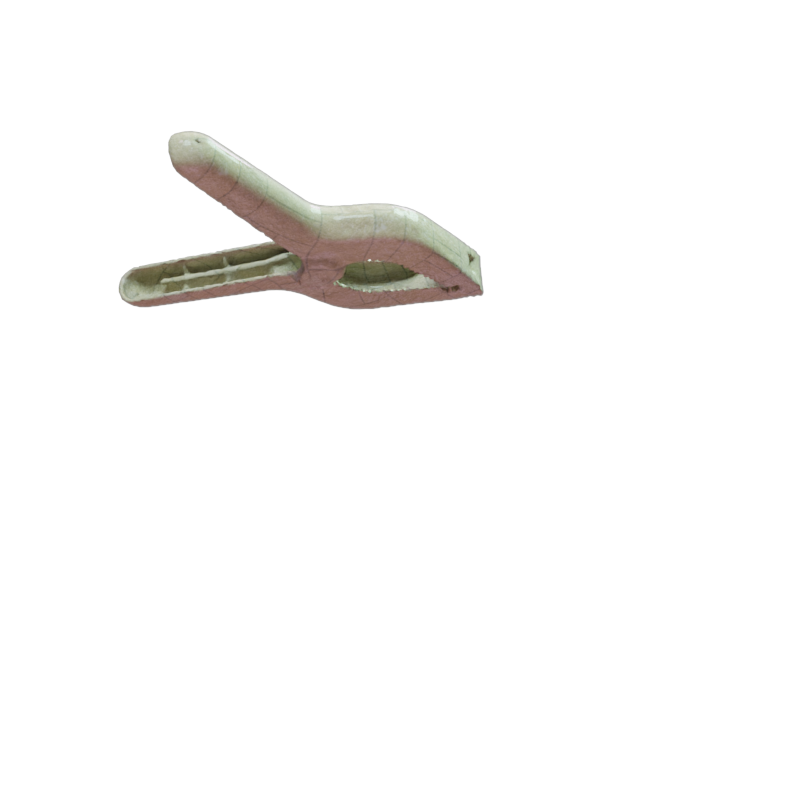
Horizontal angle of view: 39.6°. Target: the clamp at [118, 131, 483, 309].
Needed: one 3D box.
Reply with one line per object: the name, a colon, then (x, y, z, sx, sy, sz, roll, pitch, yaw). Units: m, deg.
clamp: (-0.049, -0.089, 0.621, 0.207, 0.038, 0.158, 5, -24, -11)
